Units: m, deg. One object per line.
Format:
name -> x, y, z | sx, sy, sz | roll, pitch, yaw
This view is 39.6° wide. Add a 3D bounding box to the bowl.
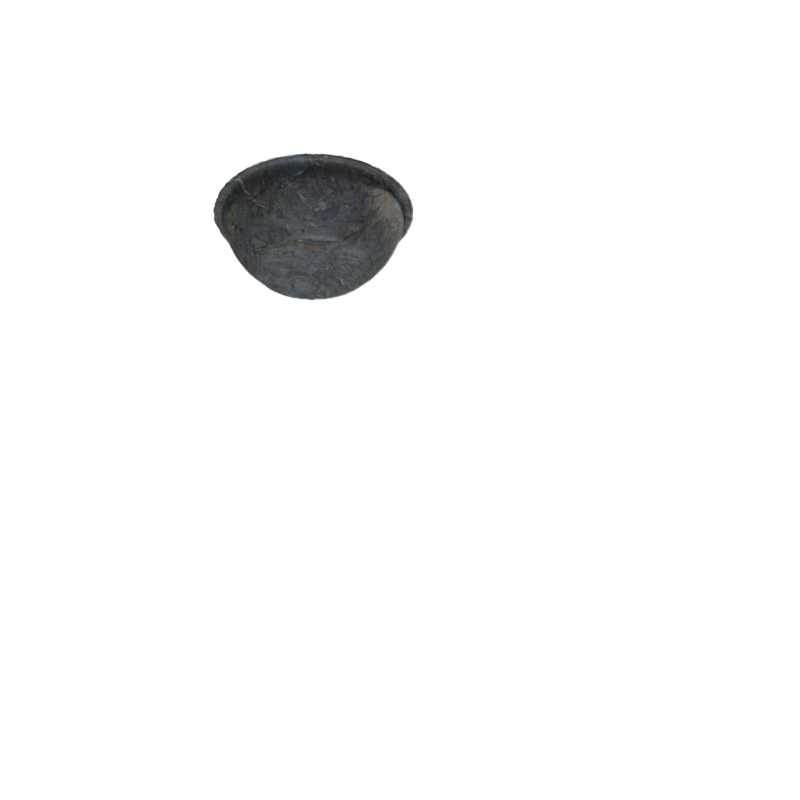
bowl -> -0.069, -0.126, 0.883 | 0.162, 0.059, 0.152 | 1, -29, -2
